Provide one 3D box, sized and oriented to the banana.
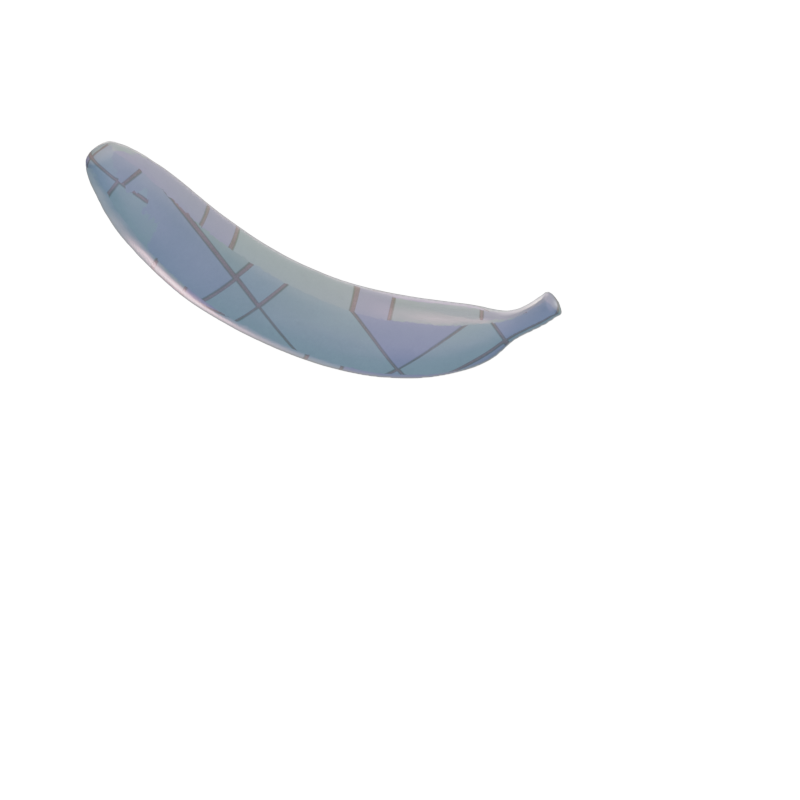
[{"bbox_3d":[-0.038,-0.049,0.456,0.194,0.067,0.039,17,29,-10],"label":"banana"}]
